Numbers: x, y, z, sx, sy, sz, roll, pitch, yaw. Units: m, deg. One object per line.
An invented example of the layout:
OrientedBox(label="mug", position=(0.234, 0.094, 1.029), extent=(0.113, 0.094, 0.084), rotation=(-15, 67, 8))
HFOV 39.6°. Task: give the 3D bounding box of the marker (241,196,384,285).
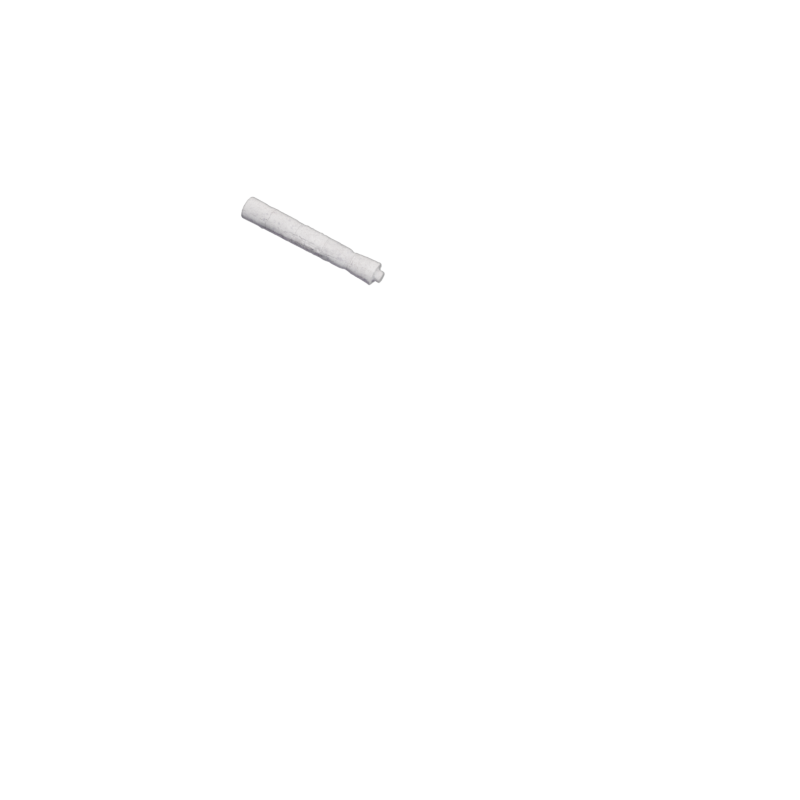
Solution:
OrientedBox(label="marker", position=(-0.066, -0.121, 0.849), extent=(0.125, 0.019, 0.019), rotation=(29, 10, 14))
